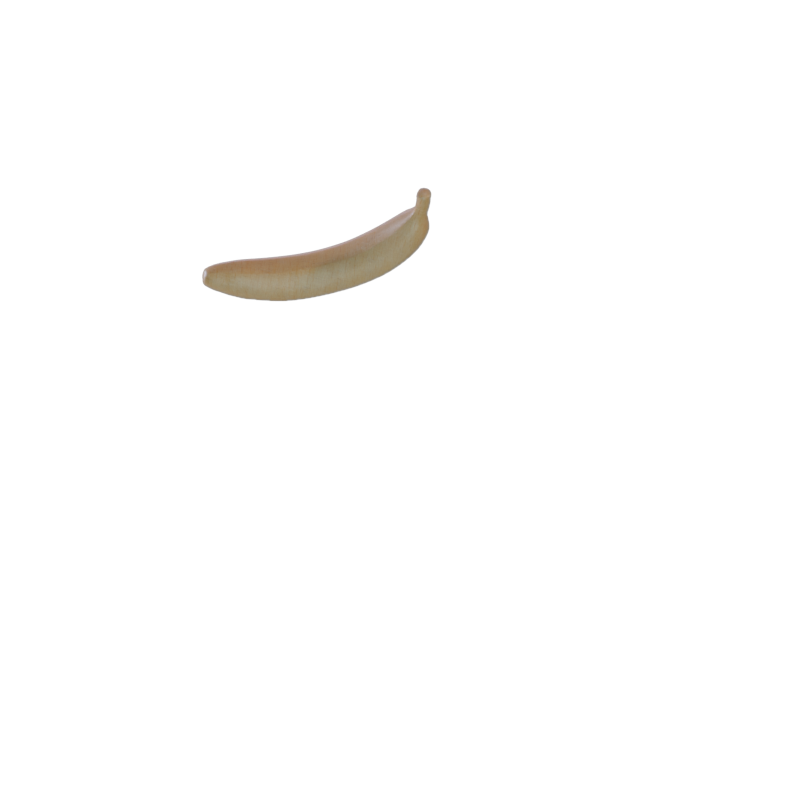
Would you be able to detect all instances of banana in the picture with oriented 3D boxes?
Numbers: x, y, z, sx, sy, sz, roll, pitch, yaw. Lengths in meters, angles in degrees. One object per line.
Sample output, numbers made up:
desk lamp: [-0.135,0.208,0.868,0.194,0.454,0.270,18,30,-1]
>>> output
banana: [-0.057,-0.113,0.875,0.199,0.064,0.039,-19,39,16]
